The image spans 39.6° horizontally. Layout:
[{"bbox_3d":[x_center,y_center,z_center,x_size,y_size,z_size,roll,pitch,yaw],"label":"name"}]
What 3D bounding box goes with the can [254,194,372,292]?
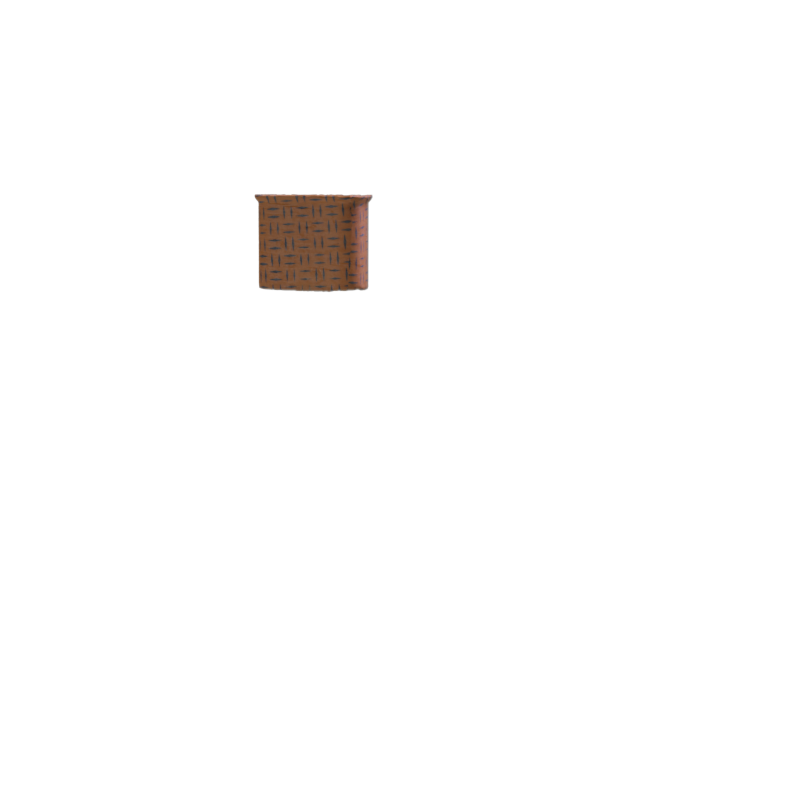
[{"bbox_3d":[-0.076,-0.140,0.978,0.105,0.083,0.056,3,6,21],"label":"can"}]
